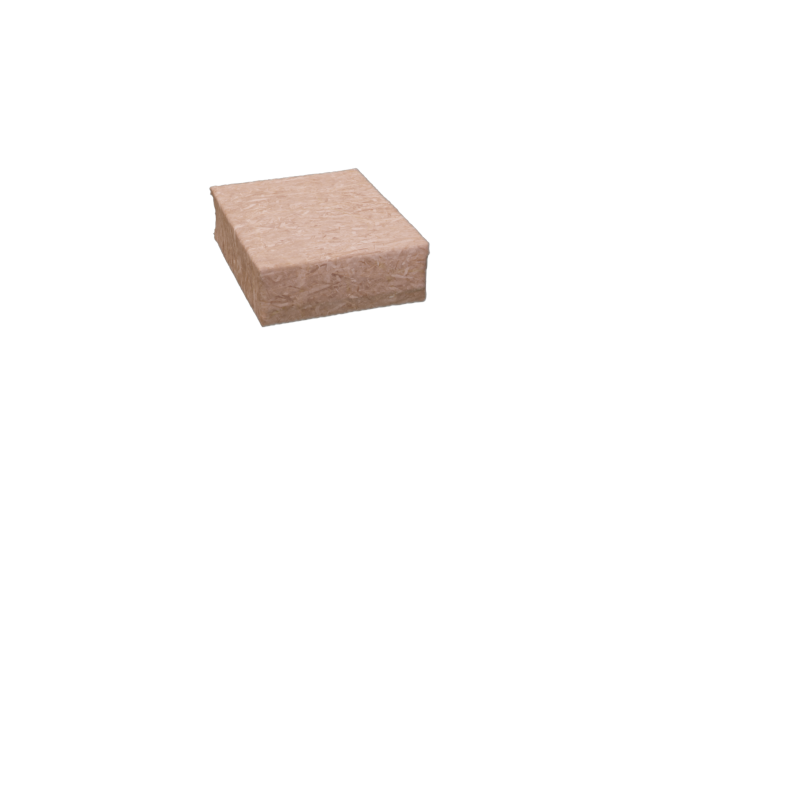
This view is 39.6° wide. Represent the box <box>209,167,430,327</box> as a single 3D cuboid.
[{"bbox_3d":[-0.047,-0.085,0.596,0.088,0.037,0.122,-10,31,-18],"label":"box"}]
